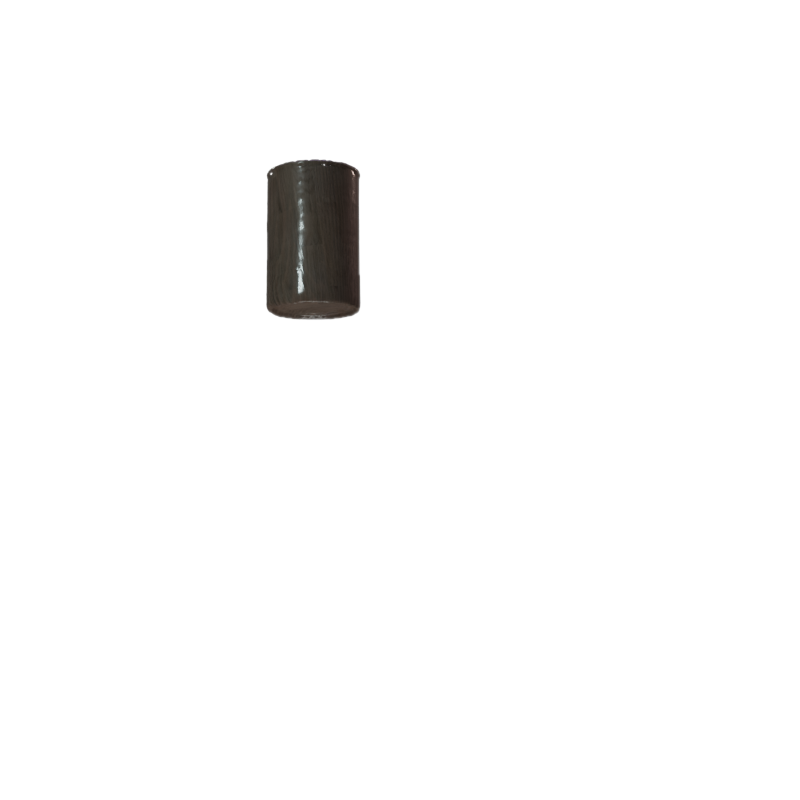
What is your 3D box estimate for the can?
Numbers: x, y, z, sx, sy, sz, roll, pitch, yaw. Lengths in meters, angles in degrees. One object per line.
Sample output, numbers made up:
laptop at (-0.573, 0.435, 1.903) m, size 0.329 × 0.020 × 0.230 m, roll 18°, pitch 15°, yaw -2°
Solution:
can at (-0.062, -0.113, 0.795) m, size 0.068 × 0.106 × 0.066 m, roll 0°, pitch -12°, yaw -2°
